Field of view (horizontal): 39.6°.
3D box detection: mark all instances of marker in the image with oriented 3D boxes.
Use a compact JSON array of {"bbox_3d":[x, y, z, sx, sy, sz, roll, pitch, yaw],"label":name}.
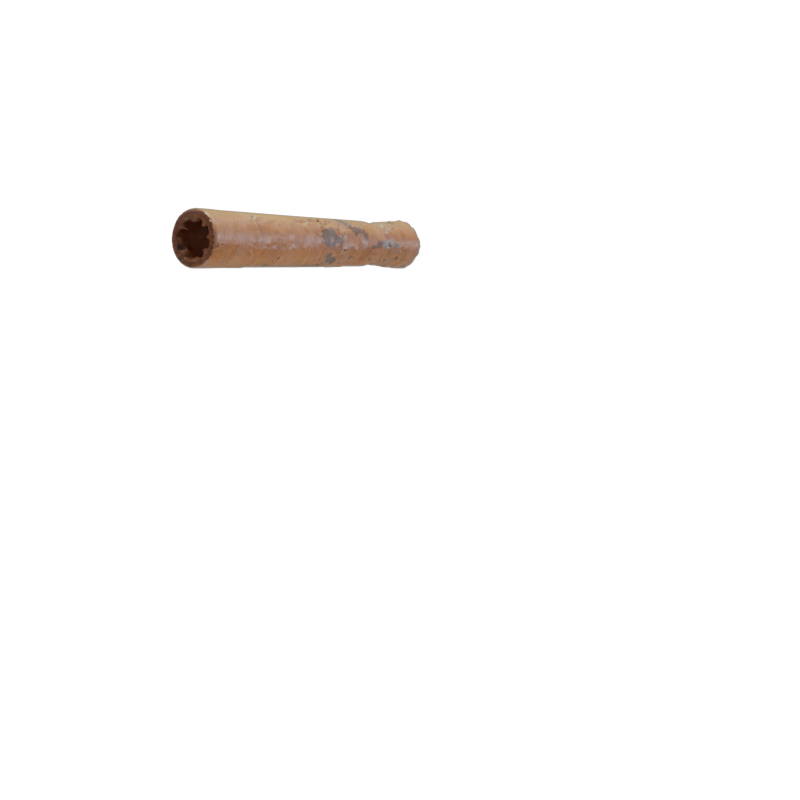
[{"bbox_3d":[-0.030,-0.055,0.387,0.020,0.020,0.117,3,7,35],"label":"marker"}]
